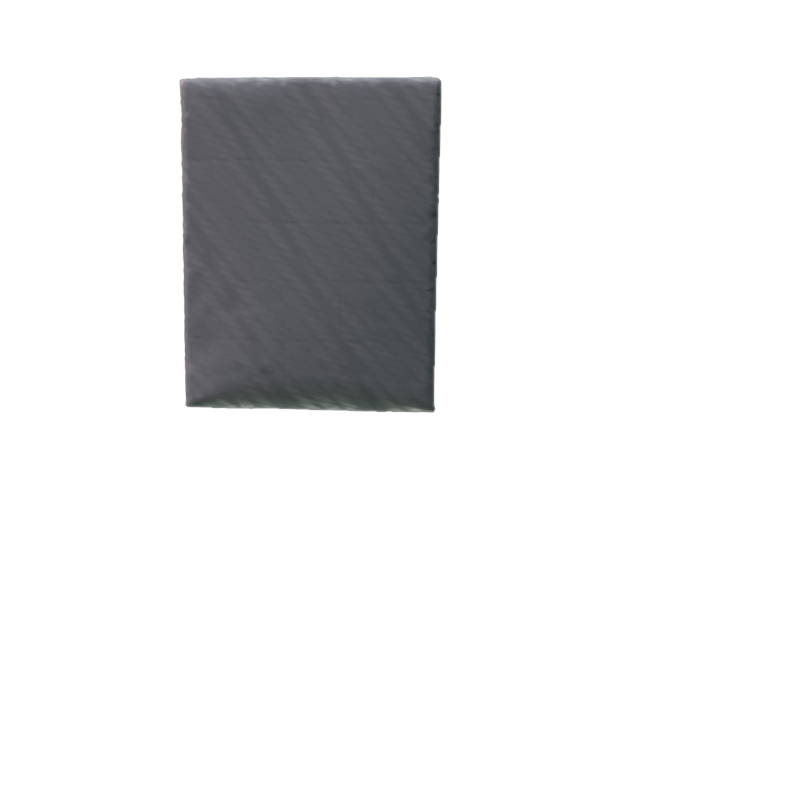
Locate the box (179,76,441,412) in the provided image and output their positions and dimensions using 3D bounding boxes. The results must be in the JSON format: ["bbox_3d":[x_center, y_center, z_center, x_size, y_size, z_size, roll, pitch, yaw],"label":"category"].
[{"bbox_3d":[-0.057,-0.104,0.727,0.165,0.209,0.073,1,9,3],"label":"box"}]
